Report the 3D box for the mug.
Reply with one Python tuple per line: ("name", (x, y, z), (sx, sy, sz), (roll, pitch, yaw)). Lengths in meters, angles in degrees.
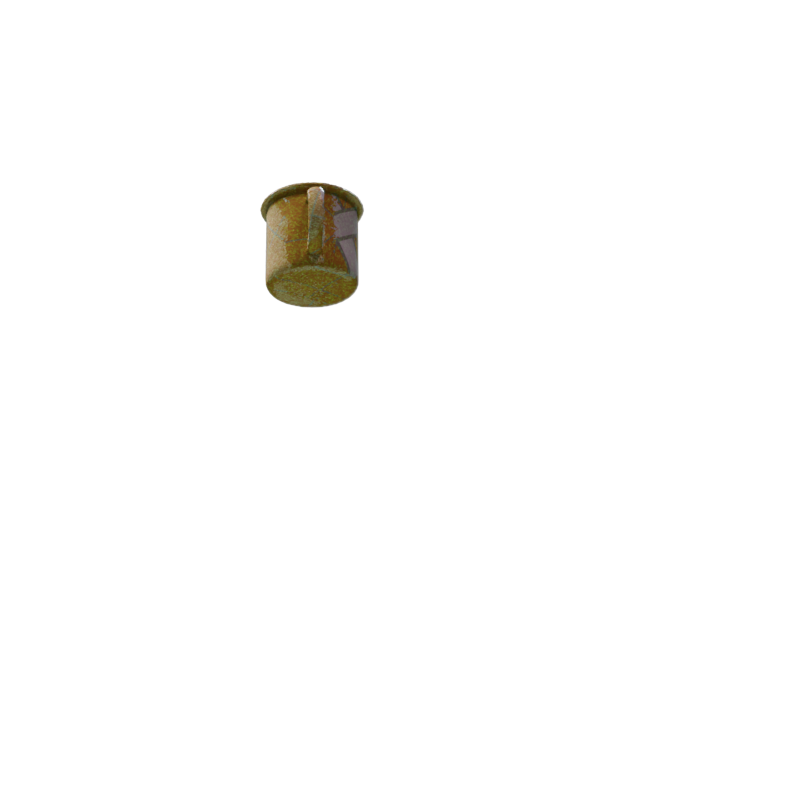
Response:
("mug", (-0.076, -0.139, 0.971), (0.092, 0.086, 0.111), (3, -26, -8))
